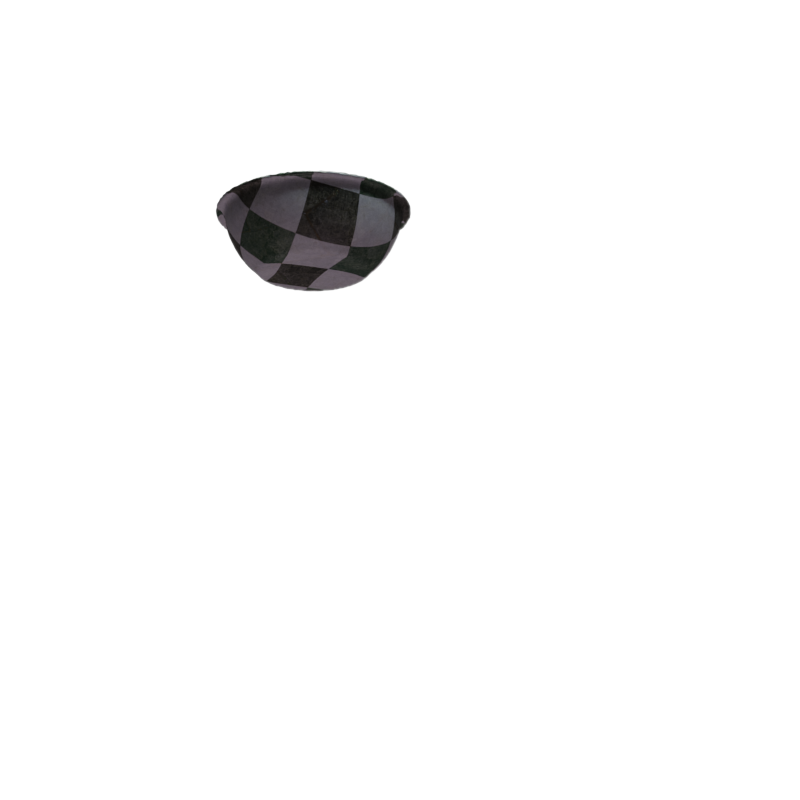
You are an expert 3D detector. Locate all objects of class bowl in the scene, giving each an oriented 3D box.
[{"bbox_3d":[-0.071,-0.130,0.910,0.162,0.058,0.155,0,-16,-2],"label":"bowl"}]
